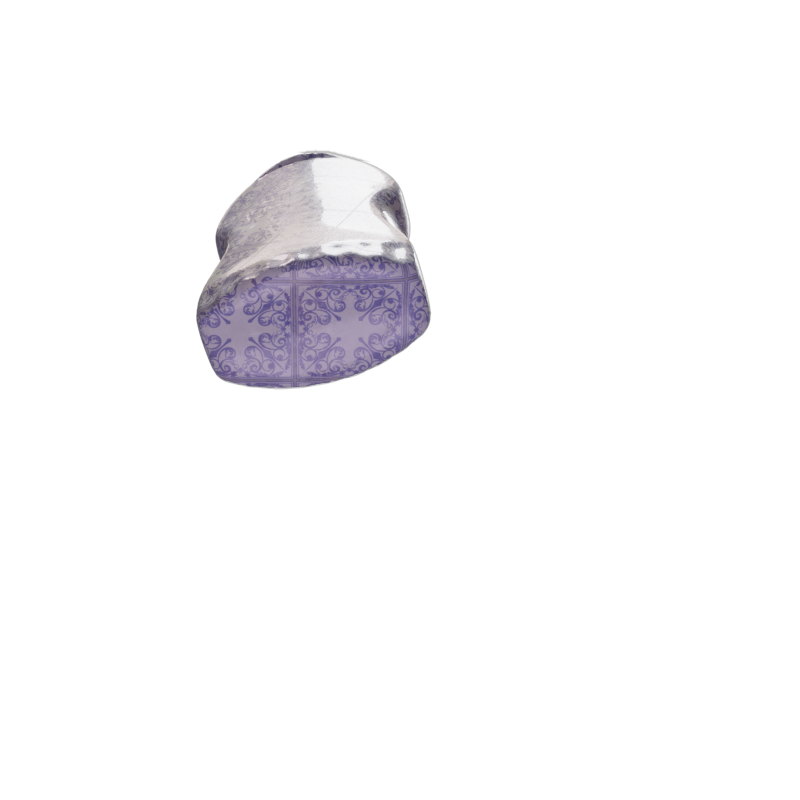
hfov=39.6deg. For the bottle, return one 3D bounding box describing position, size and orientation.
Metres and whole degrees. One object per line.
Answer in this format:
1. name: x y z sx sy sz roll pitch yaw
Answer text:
1. bottle: -0.042 -0.077 0.538 0.096 0.055 0.203 -16 28 5
